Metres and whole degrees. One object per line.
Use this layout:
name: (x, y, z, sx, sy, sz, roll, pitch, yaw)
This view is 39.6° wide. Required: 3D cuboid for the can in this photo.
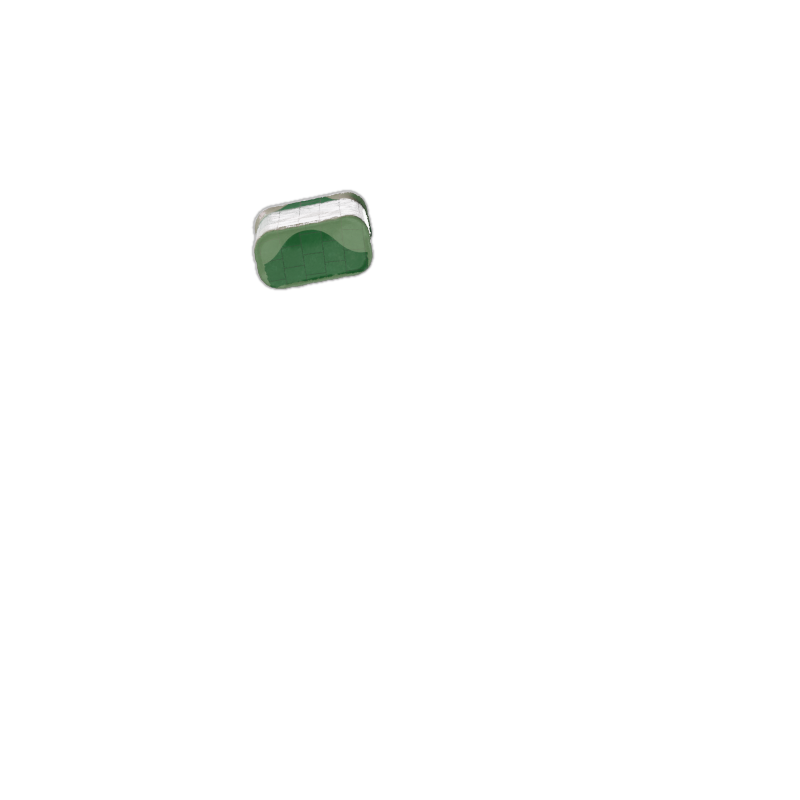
can: (-0.073, -0.134, 0.937, 0.102, 0.055, 0.087, -11, 20, 2)
